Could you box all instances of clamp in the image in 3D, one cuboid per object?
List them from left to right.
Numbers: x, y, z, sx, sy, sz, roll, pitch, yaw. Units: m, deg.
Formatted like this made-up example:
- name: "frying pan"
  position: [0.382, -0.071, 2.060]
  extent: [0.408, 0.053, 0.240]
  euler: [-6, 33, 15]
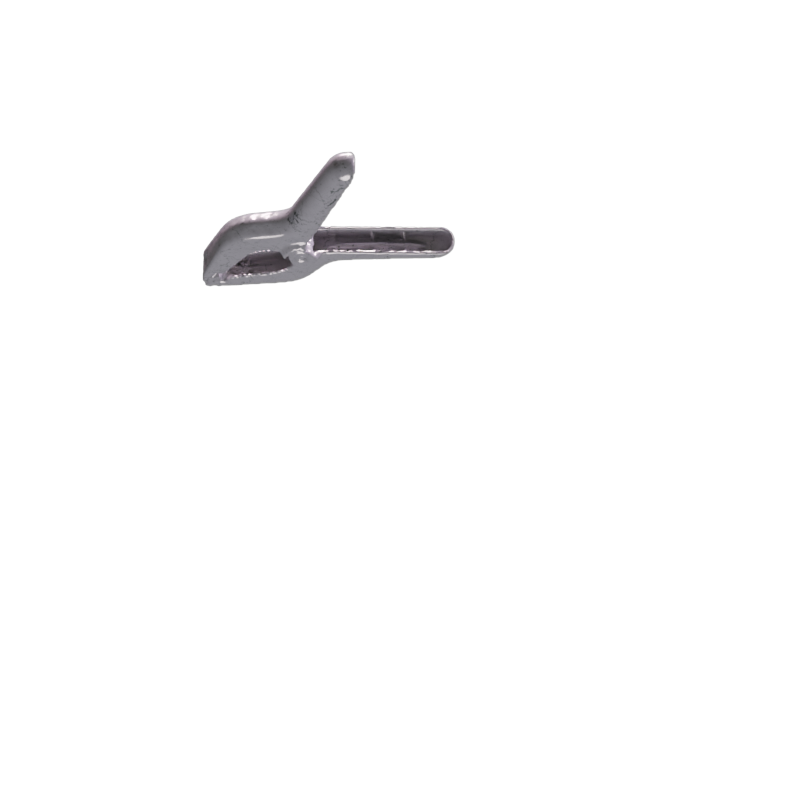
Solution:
- name: "clamp"
  position: [-0.071, -0.130, 0.912]
  extent: [0.212, 0.038, 0.154]
  euler: [-17, -27, 36]
